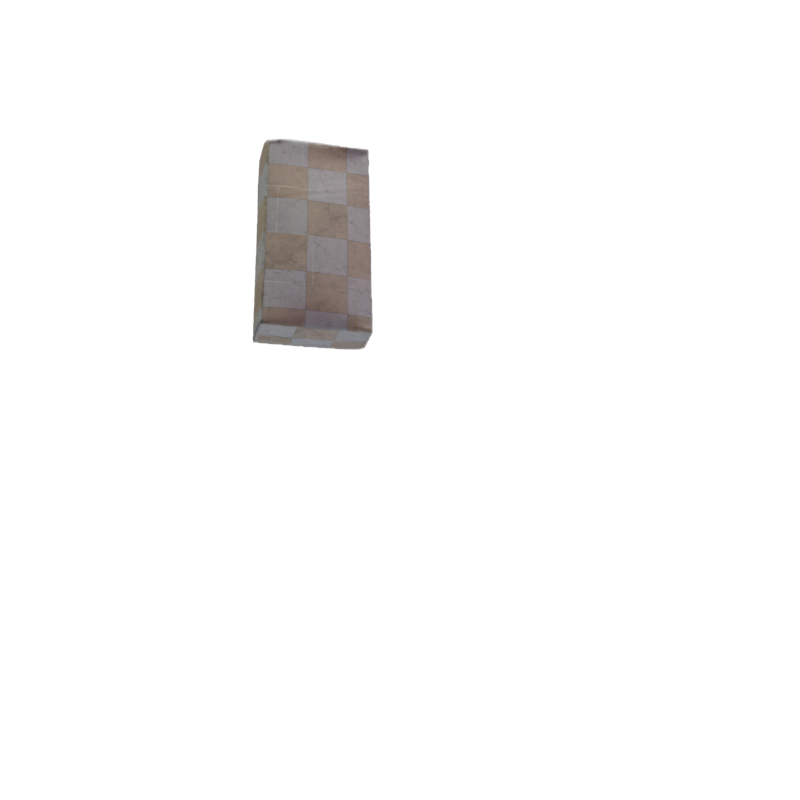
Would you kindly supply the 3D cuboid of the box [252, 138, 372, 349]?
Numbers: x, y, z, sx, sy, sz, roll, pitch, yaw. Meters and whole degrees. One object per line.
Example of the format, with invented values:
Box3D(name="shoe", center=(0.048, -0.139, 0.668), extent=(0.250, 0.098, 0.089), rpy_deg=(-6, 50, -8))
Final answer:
Box3D(name="box", center=(-0.072, -0.131, 0.919), extent=(0.092, 0.186, 0.046), rpy_deg=(4, -26, -12))
